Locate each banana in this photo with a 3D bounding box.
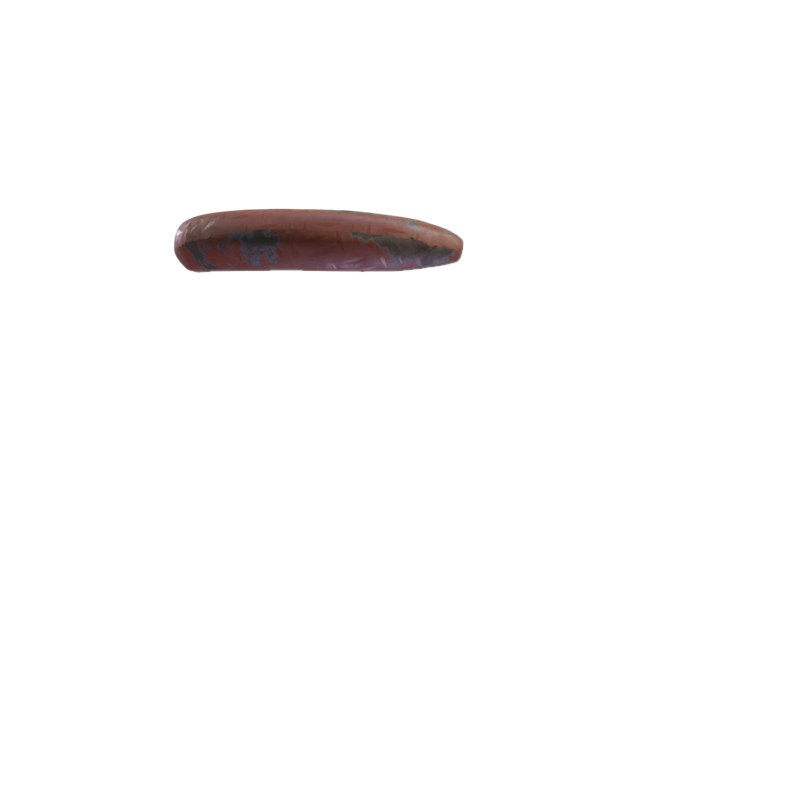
[{"bbox_3d":[-0.064,-0.093,0.650,0.205,0.037,0.067,4,6,32],"label":"banana"}]
